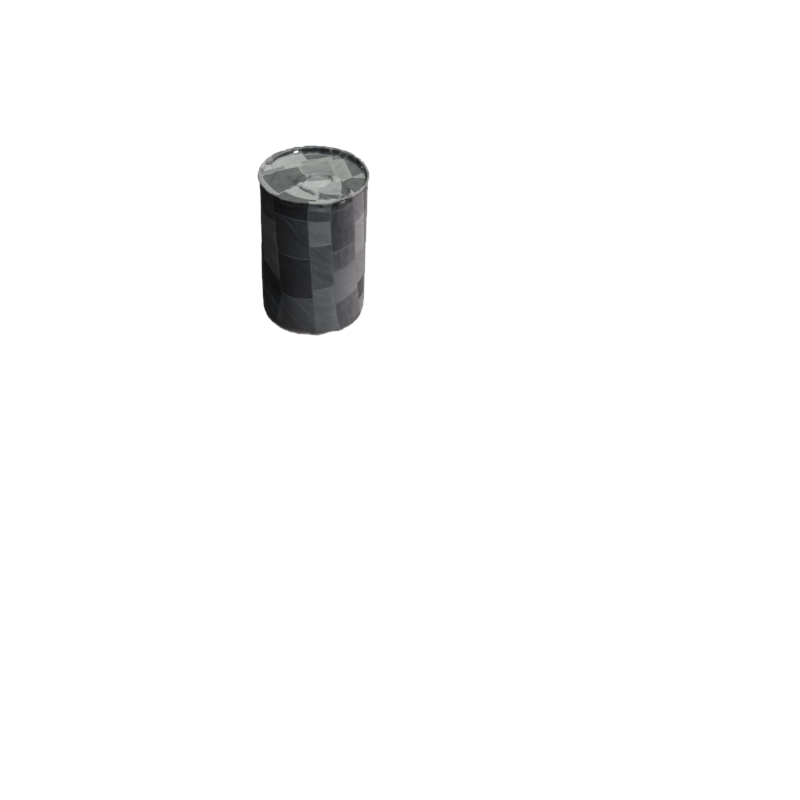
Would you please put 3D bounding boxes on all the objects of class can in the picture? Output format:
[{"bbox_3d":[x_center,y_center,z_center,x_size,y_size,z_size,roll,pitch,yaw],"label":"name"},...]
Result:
[{"bbox_3d":[-0.055,-0.100,0.701,0.068,0.095,0.073,0,38,-3],"label":"can"}]
